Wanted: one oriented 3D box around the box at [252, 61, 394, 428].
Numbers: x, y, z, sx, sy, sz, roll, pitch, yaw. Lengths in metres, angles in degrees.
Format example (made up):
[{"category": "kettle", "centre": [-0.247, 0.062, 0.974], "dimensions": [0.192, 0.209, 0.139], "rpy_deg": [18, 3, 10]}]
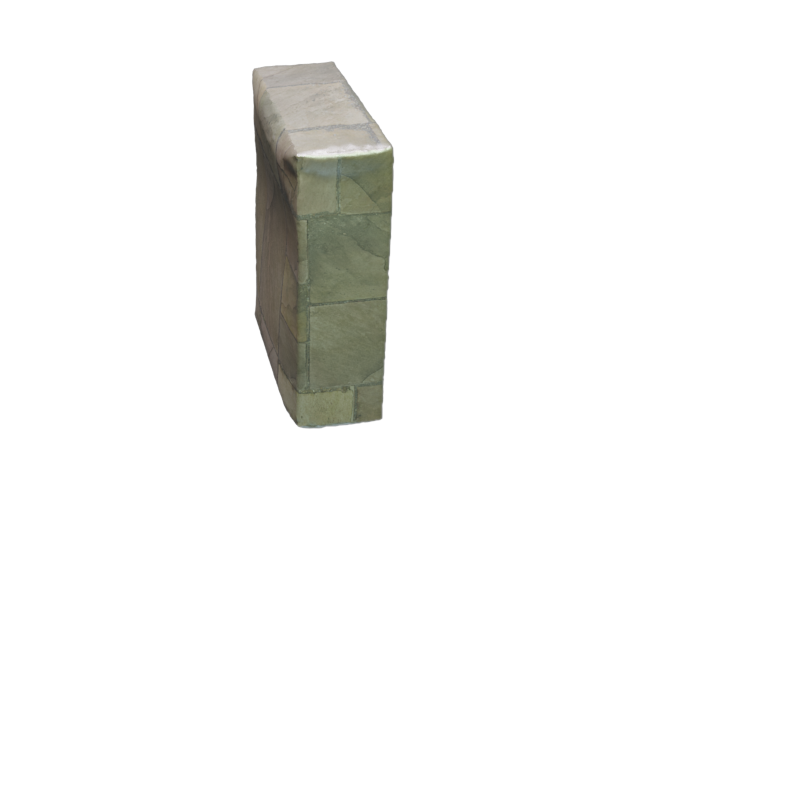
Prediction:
[{"category": "box", "centre": [-0.062, -0.113, 0.795], "dimensions": [0.071, 0.201, 0.177], "rpy_deg": [-6, 33, -14]}]
